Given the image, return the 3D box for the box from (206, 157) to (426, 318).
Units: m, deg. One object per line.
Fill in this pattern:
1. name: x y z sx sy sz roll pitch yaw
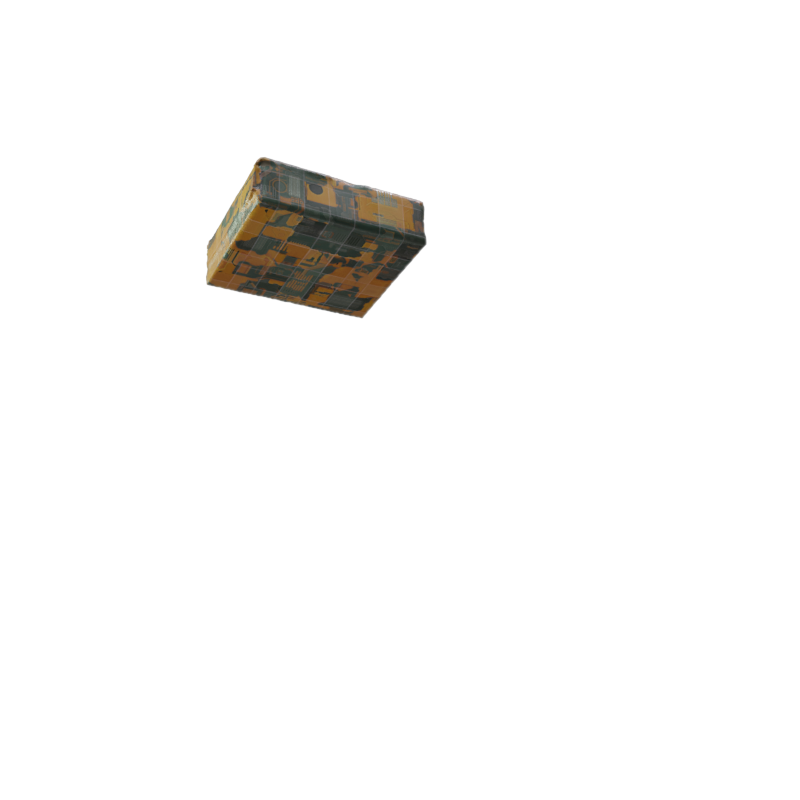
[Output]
1. box: -0.043 -0.078 0.546 0.086 0.032 0.071 13 -34 -21
